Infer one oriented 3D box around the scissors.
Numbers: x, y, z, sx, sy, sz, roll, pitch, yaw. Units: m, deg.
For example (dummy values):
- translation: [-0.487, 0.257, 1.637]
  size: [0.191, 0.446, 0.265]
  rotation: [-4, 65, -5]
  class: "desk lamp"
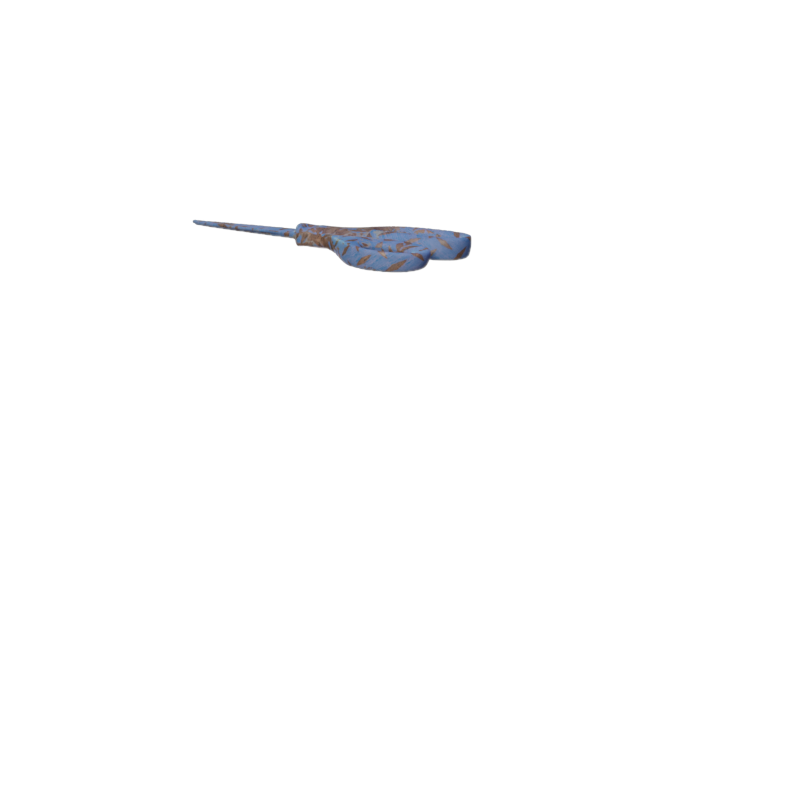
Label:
- translation: [-0.057, -0.103, 0.723]
  size: [0.206, 0.015, 0.098]
  rotation: [5, 19, 14]
  class: "scissors"
